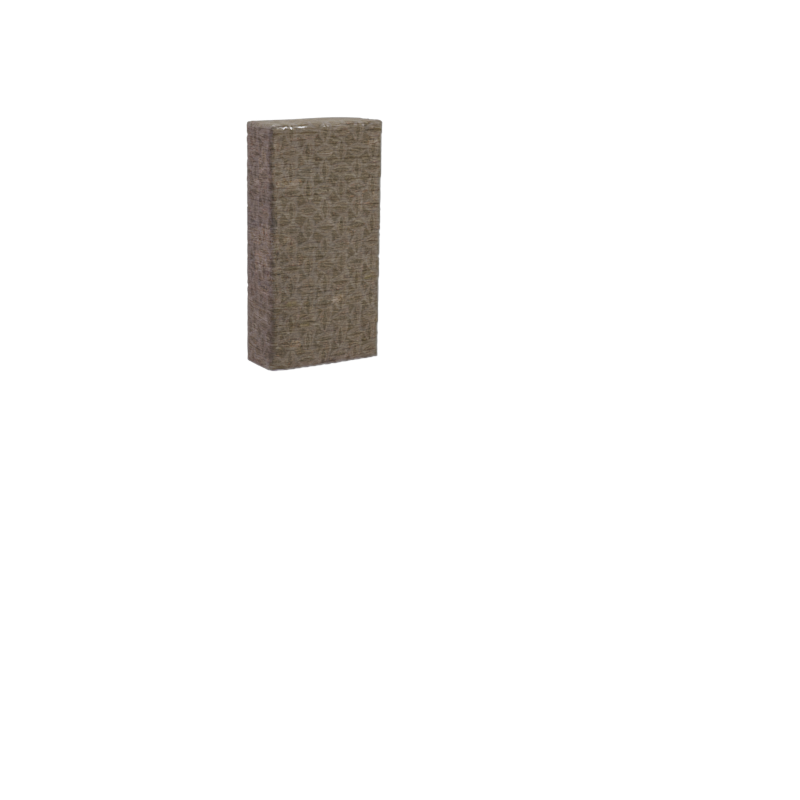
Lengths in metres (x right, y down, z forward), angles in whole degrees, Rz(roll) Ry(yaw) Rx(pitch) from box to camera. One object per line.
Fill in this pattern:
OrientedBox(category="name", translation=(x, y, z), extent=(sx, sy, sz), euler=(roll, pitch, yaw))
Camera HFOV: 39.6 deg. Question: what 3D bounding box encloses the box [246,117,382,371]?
OrientedBox(category="box", translation=(-0.063, -0.114, 0.799), extent=(0.091, 0.172, 0.051), euler=(-6, 12, -32))
